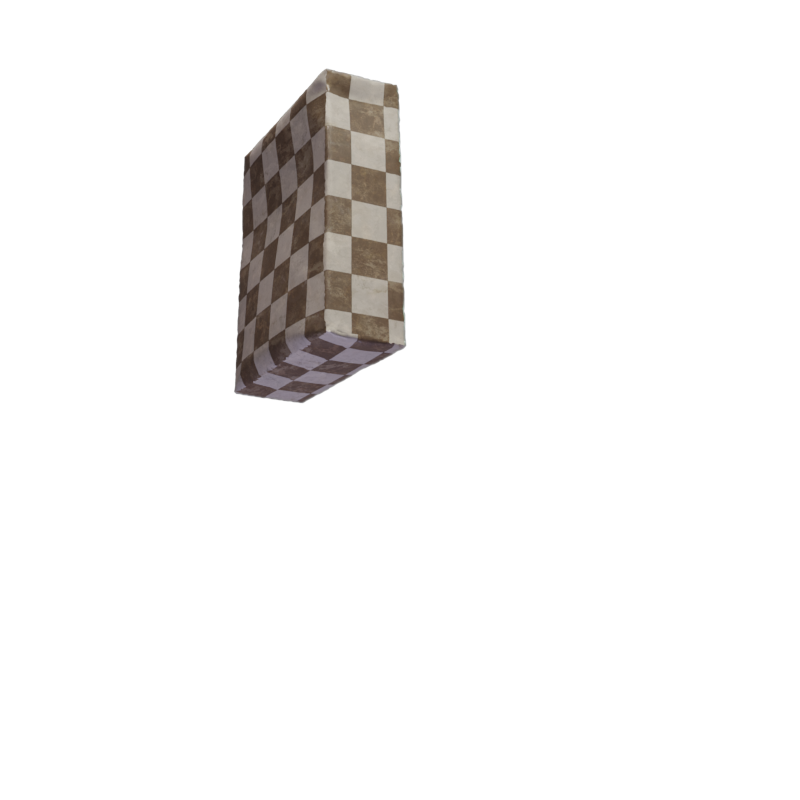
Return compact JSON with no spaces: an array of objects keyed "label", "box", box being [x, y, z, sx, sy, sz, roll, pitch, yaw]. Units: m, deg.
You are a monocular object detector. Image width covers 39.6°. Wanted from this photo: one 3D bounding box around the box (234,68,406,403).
[{"label":"box","box":[-0.067,-0.122,0.857,0.069,0.225,0.163,11,-23,-28]}]
